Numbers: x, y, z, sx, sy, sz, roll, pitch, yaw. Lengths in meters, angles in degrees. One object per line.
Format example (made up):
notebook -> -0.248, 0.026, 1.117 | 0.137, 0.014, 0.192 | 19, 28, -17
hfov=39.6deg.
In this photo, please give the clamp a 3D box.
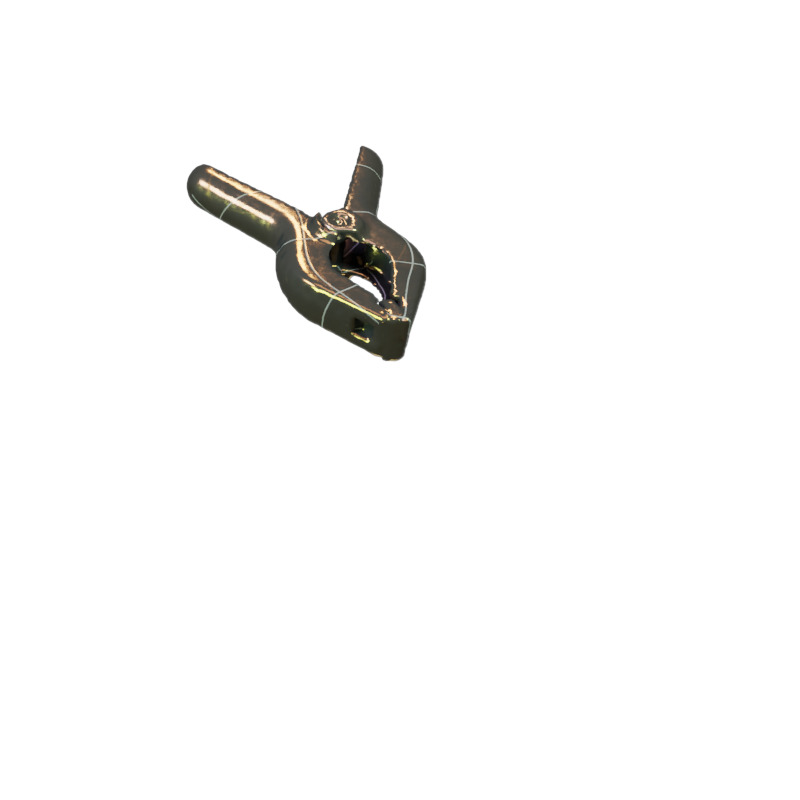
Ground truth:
clamp -> -0.047, -0.086, 0.602 | 0.119, 0.037, 0.185 | -10, 41, -12
